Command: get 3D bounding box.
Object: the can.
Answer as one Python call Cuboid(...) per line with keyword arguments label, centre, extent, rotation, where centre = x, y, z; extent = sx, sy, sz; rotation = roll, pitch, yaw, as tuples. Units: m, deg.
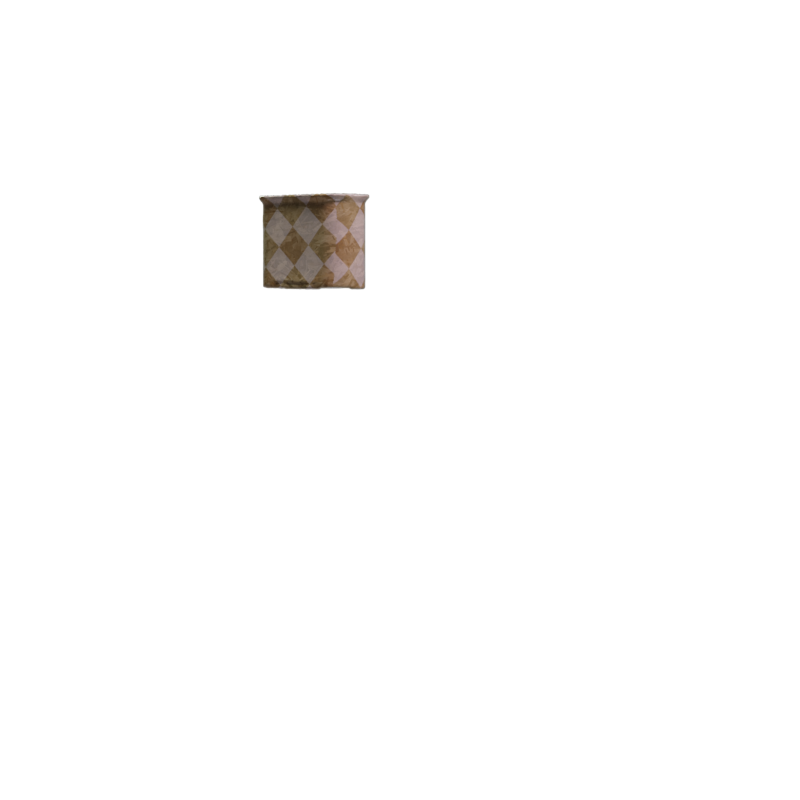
Cuboid(label="can", centre=(-0.077, -0.142, 0.991), extent=(0.106, 0.084, 0.055), rotation=(4, 4, 39))
